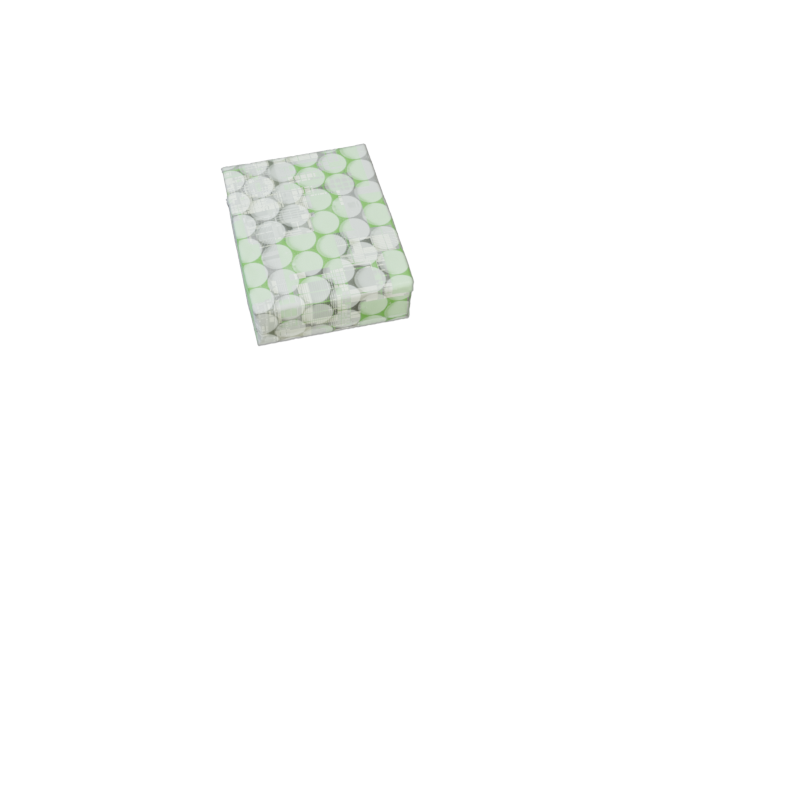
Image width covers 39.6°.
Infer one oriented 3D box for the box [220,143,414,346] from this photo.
[{"bbox_3d":[-0.050,-0.092,0.643,0.089,0.123,0.036,-11,-37,-9],"label":"box"}]
